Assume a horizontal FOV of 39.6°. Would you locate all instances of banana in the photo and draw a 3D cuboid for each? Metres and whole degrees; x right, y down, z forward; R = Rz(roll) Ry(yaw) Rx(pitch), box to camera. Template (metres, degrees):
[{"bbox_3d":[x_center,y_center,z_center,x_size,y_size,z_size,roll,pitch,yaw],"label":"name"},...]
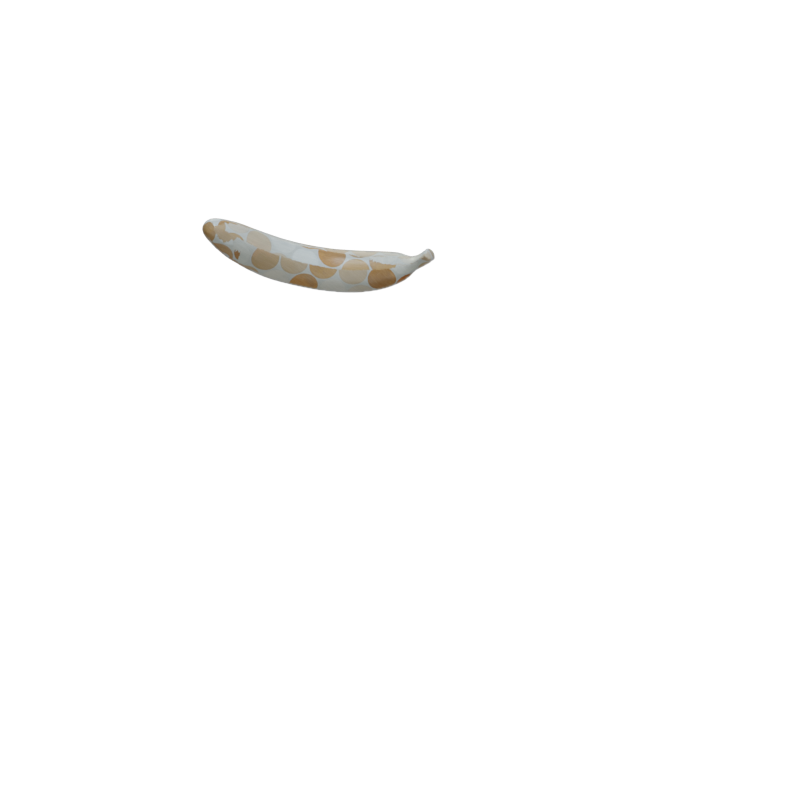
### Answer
[{"bbox_3d":[-0.074,-0.124,0.961,0.195,0.039,0.065,5,-39,-7],"label":"banana"}]
